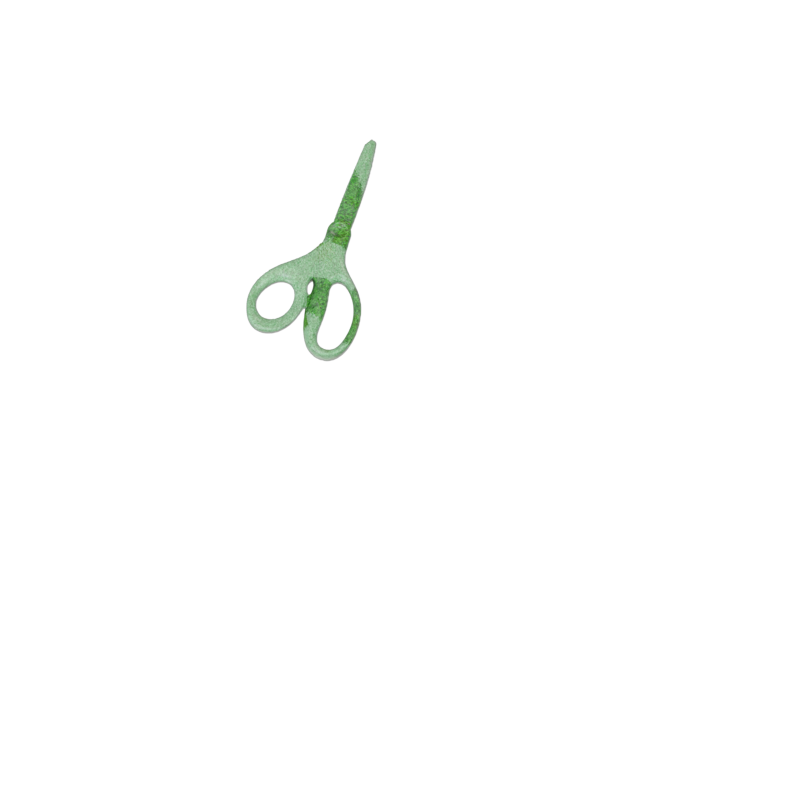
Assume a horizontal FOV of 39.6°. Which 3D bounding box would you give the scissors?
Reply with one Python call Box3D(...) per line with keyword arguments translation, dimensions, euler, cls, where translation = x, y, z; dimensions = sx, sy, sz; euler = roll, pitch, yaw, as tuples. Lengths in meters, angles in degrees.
Box3D(translation=(-0.068, -0.124, 0.870), dimensions=(0.096, 0.214, 0.015), euler=(1, -30, 0), cls="scissors")
